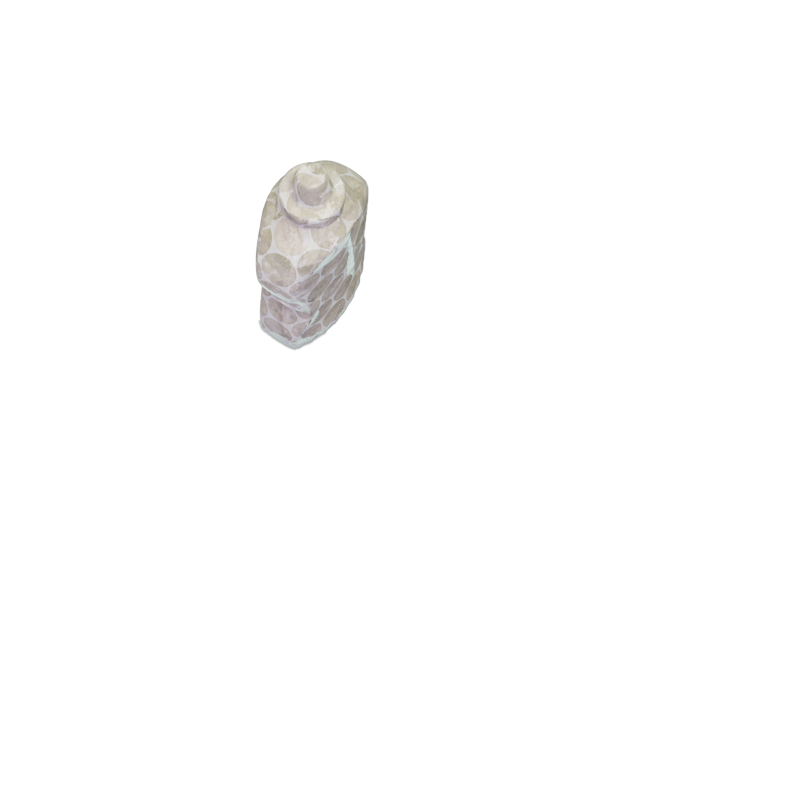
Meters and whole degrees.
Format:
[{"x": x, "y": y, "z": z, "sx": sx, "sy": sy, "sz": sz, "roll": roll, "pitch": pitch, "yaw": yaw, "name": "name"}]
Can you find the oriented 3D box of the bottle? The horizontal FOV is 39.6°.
[{"x": -0.058, "y": -0.106, "z": 0.738, "sx": 0.060, "sy": 0.098, "sz": 0.183, "roll": 34, "pitch": -17, "yaw": 6, "name": "bottle"}]
